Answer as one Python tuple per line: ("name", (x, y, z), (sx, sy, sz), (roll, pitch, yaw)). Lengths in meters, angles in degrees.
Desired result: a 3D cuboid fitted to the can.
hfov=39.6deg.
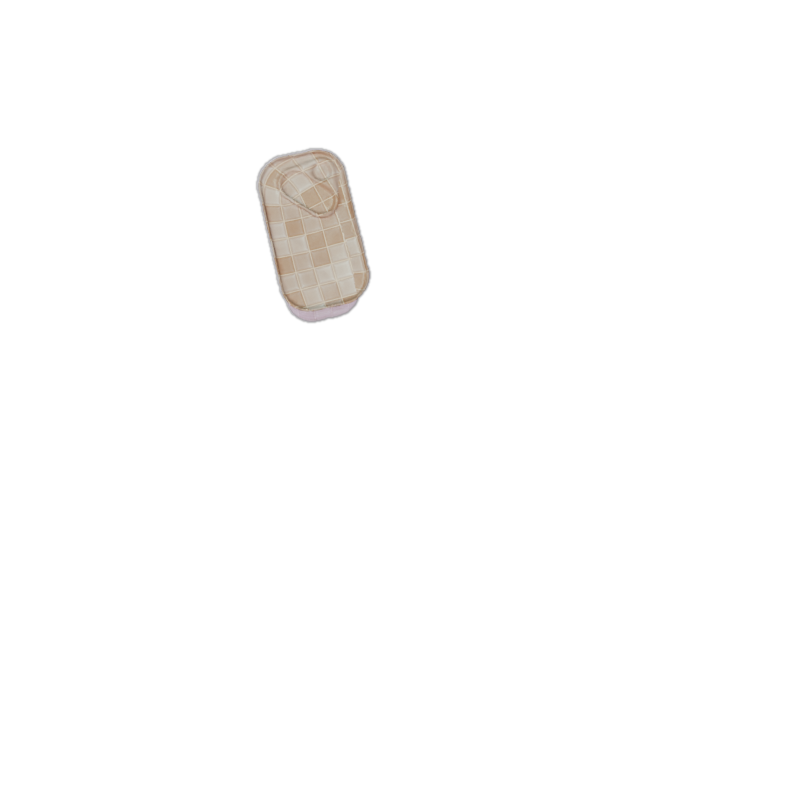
("can", (-0.058, -0.105, 0.736), (0.057, 0.105, 0.082), (-13, -7, -4))
